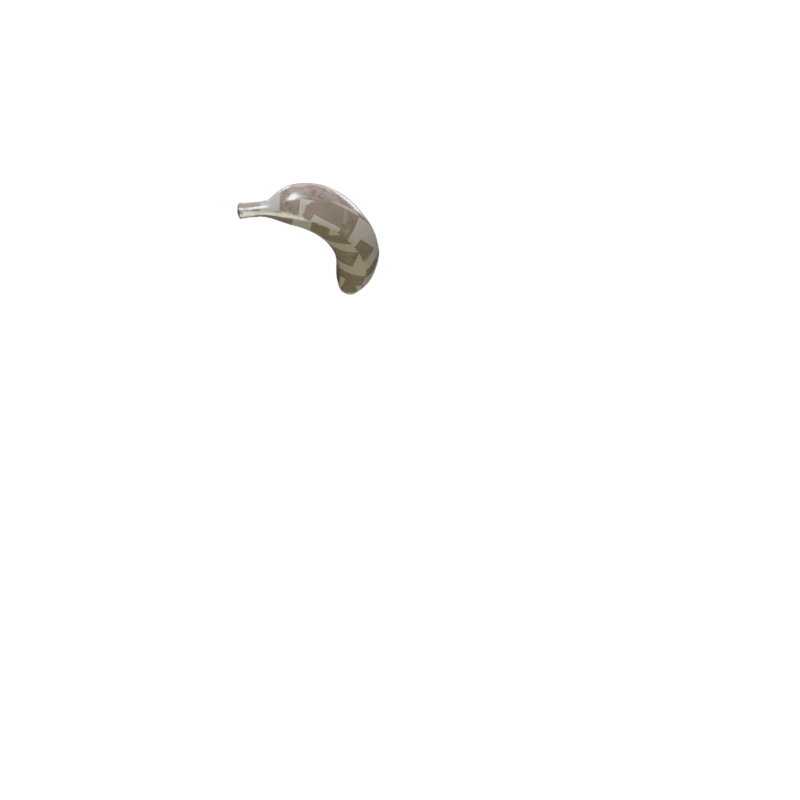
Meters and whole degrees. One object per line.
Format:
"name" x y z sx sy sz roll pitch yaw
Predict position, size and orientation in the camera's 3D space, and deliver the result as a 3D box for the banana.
"banana" -0.056 -0.133 0.900 0.071 0.039 0.185 -9 -20 23
